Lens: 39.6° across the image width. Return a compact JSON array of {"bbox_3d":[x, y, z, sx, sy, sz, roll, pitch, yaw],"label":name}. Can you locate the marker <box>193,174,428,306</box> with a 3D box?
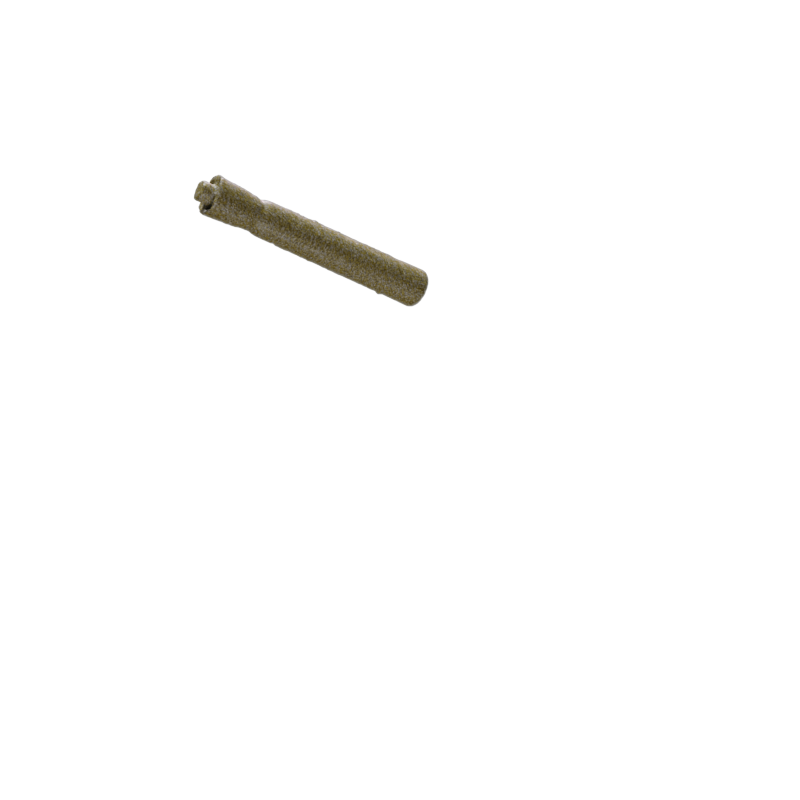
[{"bbox_3d":[-0.039,-0.072,0.503,0.115,0.020,0.020,21,-7,-28],"label":"marker"}]
